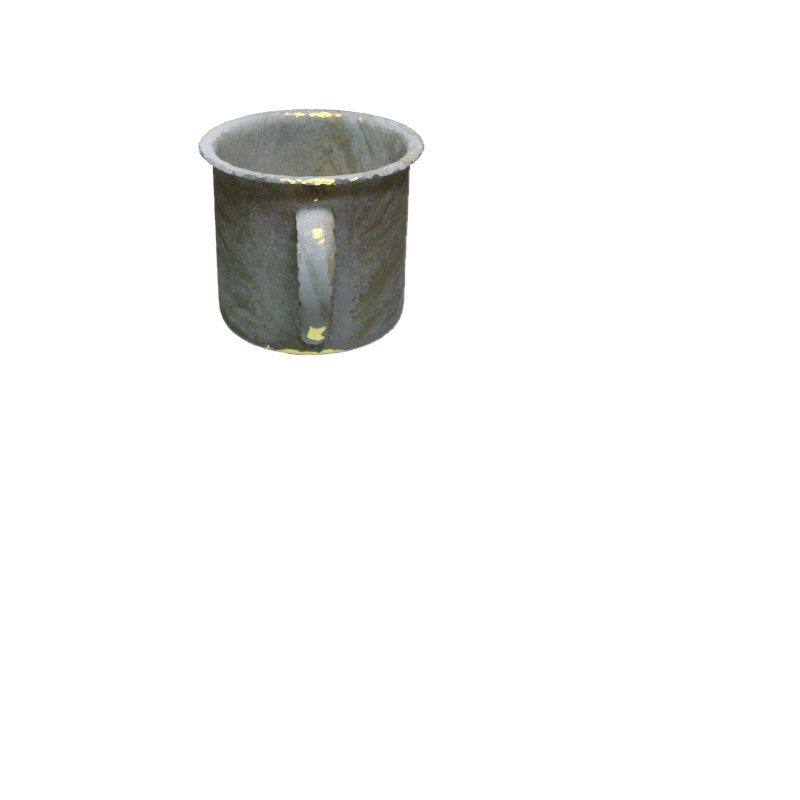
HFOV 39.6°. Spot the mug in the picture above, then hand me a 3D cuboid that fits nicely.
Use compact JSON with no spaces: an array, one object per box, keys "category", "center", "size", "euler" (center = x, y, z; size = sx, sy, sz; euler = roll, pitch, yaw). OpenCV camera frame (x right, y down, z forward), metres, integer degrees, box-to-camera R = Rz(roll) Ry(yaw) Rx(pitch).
[{"category":"mug","center":[-0.036,-0.066,0.463],"size":[0.092,0.077,0.125],"euler":[-2,29,-6]}]
